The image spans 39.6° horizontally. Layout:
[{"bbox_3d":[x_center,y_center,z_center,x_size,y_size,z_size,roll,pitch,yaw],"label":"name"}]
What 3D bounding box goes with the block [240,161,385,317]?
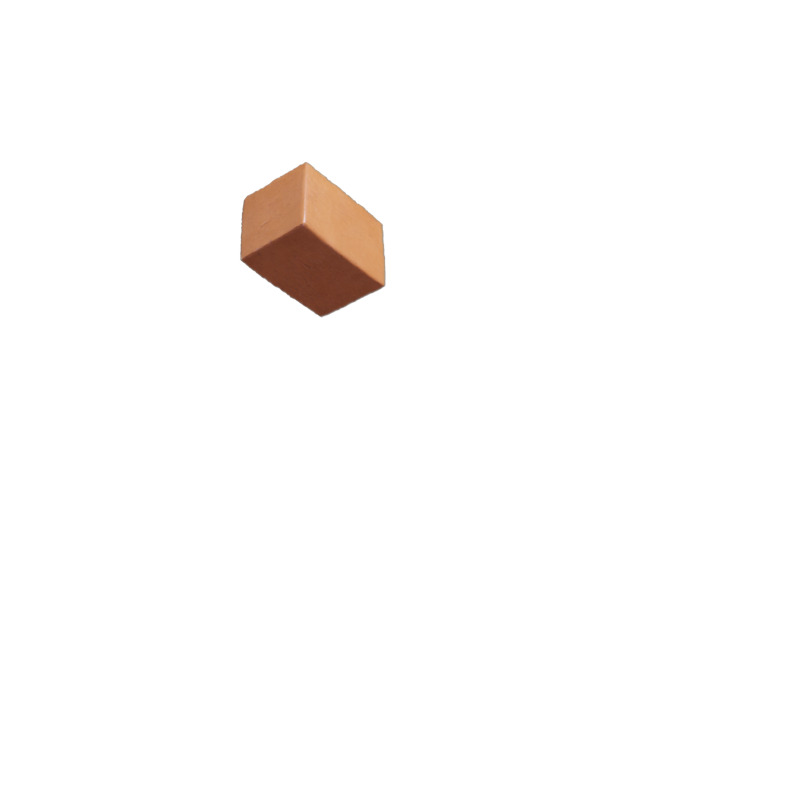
[{"bbox_3d":[-0.053,-0.096,0.673,0.053,0.055,0.072,-26,-43,30],"label":"block"}]
